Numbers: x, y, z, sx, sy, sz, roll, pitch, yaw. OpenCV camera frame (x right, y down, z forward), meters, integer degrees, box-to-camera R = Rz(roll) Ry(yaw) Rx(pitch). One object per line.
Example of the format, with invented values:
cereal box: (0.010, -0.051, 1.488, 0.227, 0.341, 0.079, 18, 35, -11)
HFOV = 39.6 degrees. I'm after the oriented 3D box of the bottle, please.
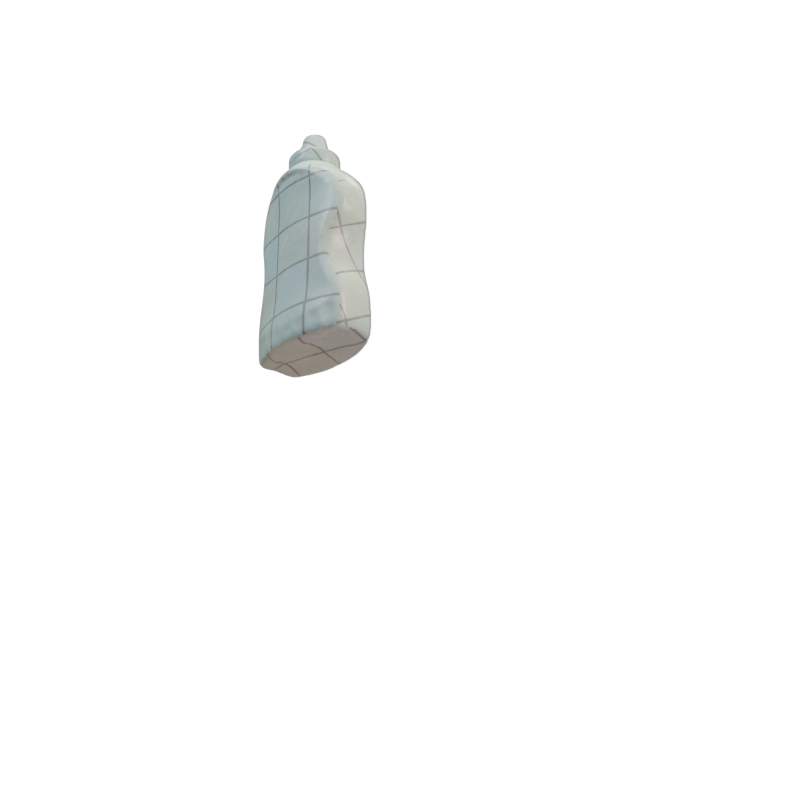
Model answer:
bottle: (-0.066, -0.120, 0.844, 0.055, 0.204, 0.096, 20, -35, -35)
